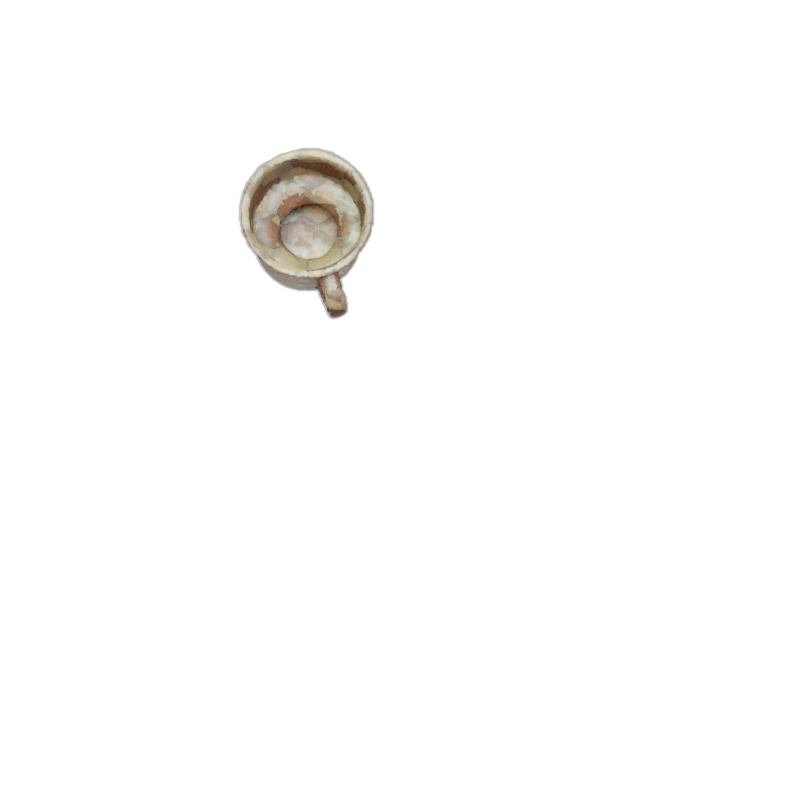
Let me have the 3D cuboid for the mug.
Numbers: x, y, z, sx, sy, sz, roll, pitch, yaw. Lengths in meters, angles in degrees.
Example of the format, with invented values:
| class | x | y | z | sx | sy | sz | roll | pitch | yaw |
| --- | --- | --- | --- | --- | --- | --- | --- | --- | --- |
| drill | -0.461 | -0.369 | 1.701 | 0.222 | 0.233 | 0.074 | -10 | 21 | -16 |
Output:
| class | x | y | z | sx | sy | sz | roll | pitch | yaw |
| --- | --- | --- | --- | --- | --- | --- | --- | --- | --- |
| mug | -0.063 | -0.115 | 0.805 | 0.093 | 0.121 | 0.079 | -22 | -10 | -6 |
